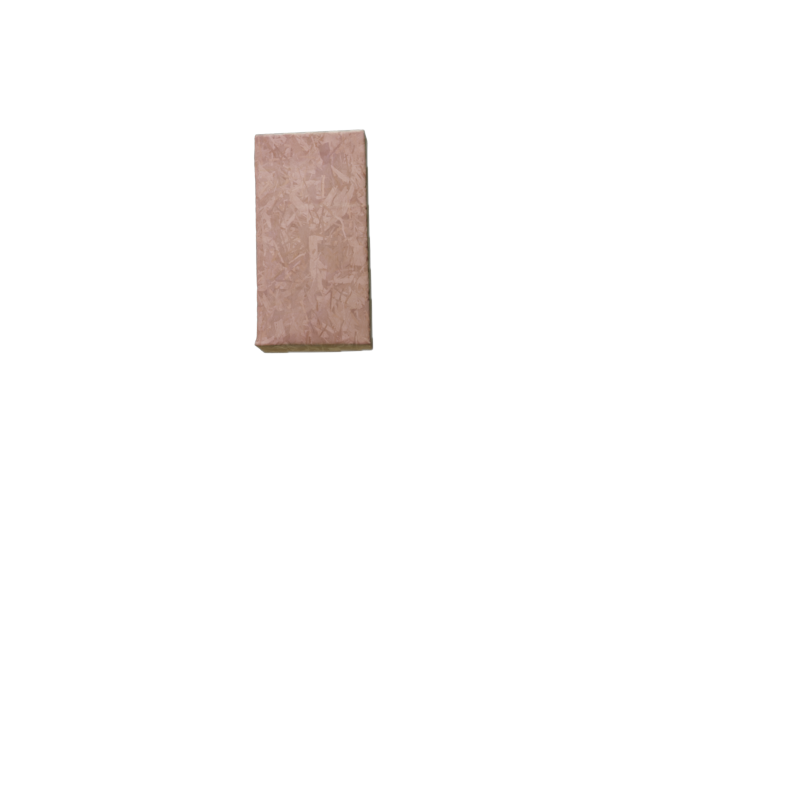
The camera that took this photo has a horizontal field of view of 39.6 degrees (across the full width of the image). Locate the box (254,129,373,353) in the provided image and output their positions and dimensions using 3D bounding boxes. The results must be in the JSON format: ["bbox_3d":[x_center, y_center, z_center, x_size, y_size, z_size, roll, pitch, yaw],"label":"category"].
[{"bbox_3d":[-0.070,-0.128,0.899,0.094,0.182,0.046,-2,-12,5],"label":"box"}]
